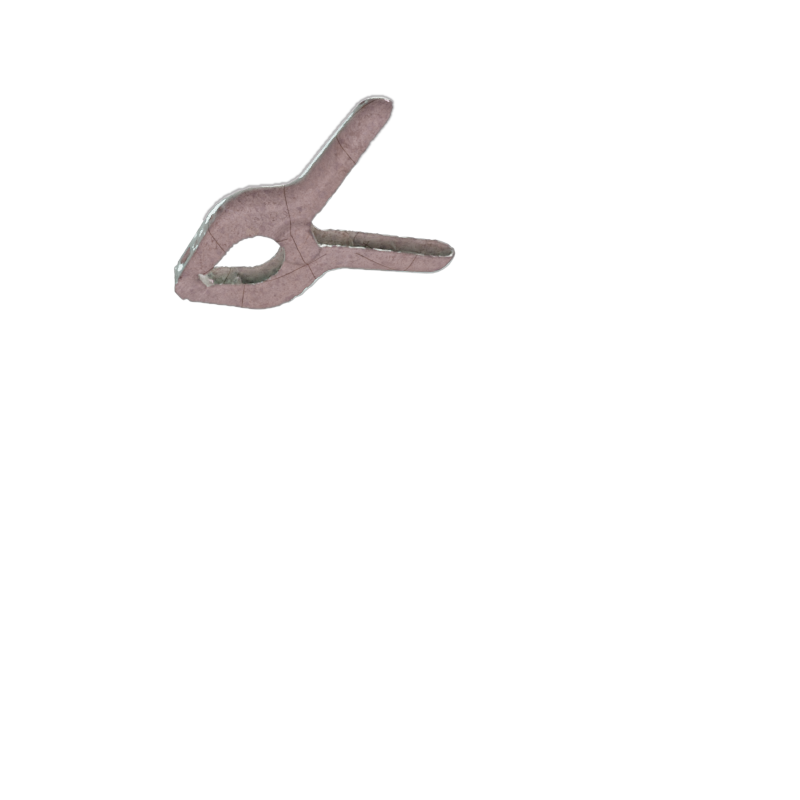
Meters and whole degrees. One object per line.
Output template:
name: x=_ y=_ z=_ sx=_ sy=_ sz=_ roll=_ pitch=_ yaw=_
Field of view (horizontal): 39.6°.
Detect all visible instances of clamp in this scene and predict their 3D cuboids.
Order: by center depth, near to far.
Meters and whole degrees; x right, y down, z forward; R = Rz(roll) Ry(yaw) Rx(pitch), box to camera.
clamp: x=-0.053 y=-0.097 z=0.677 sx=0.171 sy=0.114 sz=0.041 roll=-29 pitch=21 yaw=12
